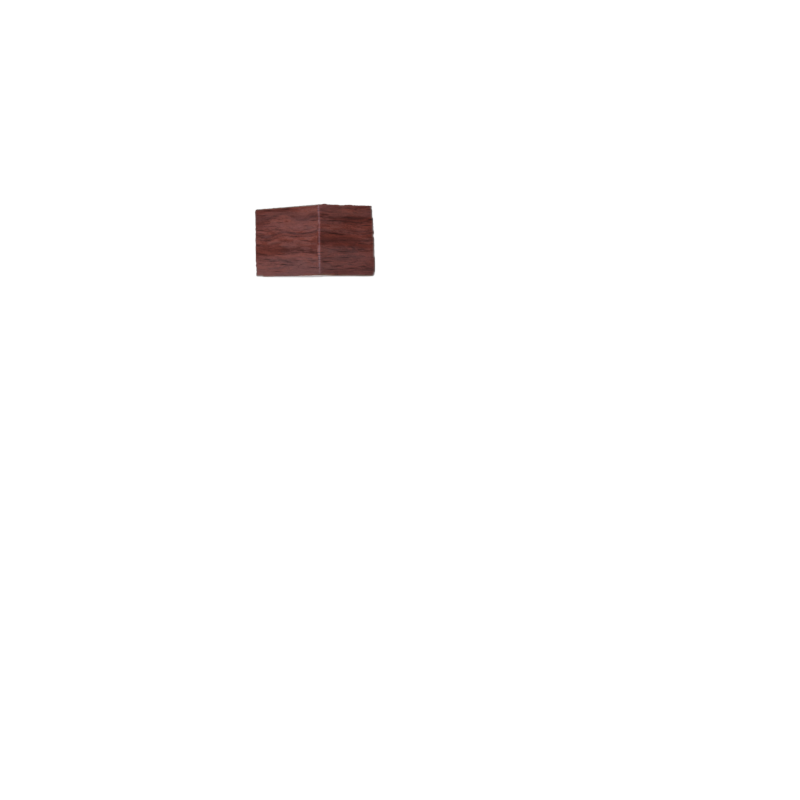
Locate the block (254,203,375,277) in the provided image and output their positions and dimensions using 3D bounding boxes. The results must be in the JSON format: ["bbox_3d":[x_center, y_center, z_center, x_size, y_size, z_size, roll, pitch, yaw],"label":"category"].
[{"bbox_3d":[-0.063,-0.115,0.808,0.051,0.051,0.081,-2,4,-42],"label":"block"}]
